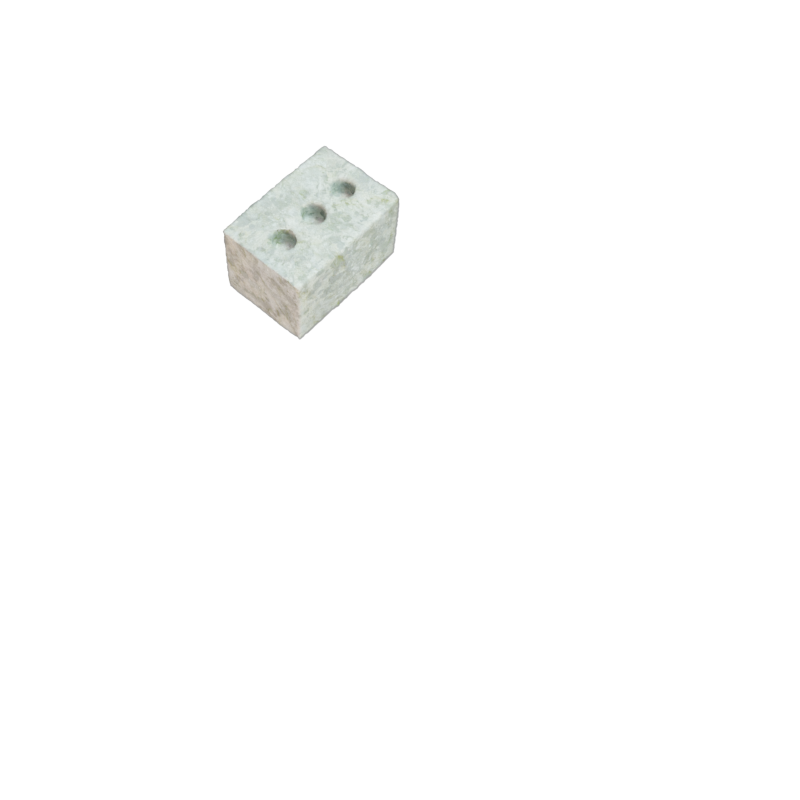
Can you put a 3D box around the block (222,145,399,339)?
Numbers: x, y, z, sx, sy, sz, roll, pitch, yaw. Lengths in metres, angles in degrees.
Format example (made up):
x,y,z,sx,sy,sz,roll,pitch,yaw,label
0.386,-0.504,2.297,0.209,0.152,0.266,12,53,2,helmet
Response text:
x,y,z,sx,sy,sz,roll,pitch,yaw,label
-0.045,-0.081,0.571,0.055,0.079,0.048,36,-26,19,block
